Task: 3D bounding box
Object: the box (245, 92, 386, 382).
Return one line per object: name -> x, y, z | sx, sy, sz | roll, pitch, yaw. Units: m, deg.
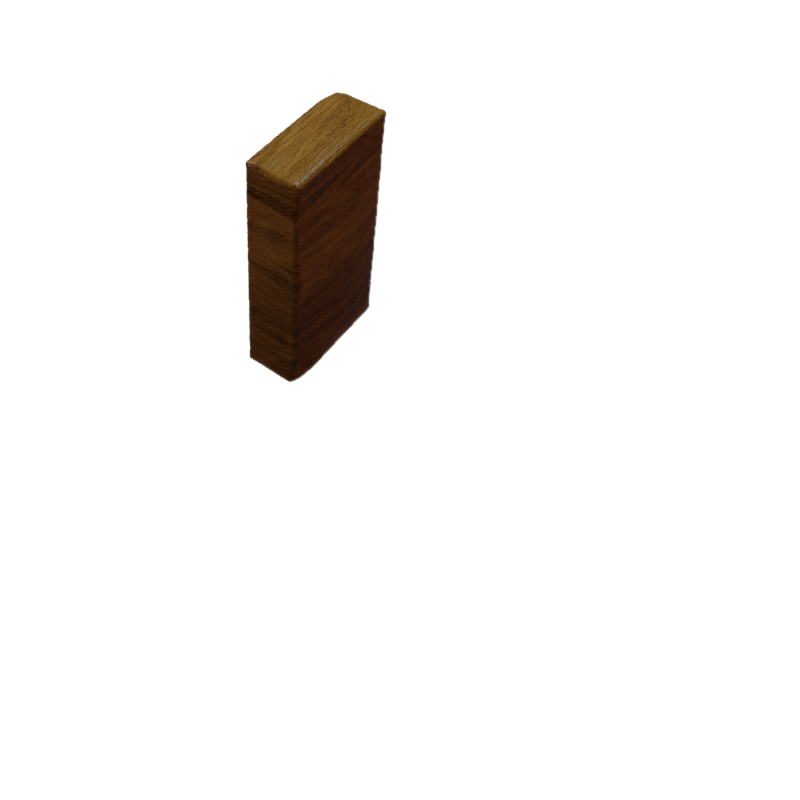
box -> -0.056, -0.102, 0.710 | 0.050, 0.164, 0.095 | 27, 51, 20
